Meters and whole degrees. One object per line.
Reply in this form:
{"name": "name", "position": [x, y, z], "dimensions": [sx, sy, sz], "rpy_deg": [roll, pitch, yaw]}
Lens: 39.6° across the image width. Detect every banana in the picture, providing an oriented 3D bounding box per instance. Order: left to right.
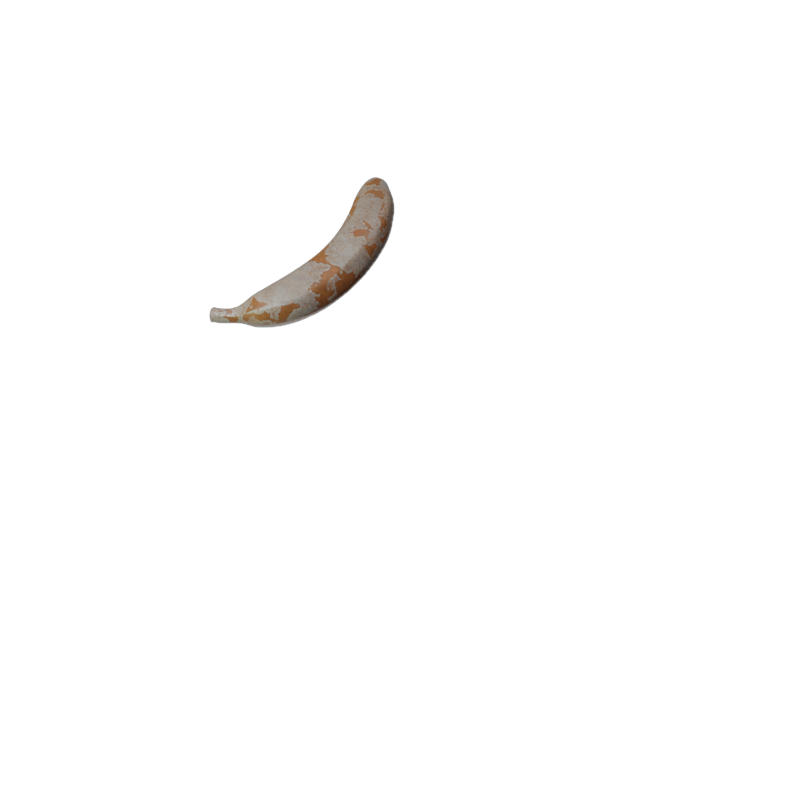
{"name": "banana", "position": [-0.055, -0.110, 0.844], "dimensions": [0.073, 0.034, 0.201], "rpy_deg": [30, 54, 24]}
